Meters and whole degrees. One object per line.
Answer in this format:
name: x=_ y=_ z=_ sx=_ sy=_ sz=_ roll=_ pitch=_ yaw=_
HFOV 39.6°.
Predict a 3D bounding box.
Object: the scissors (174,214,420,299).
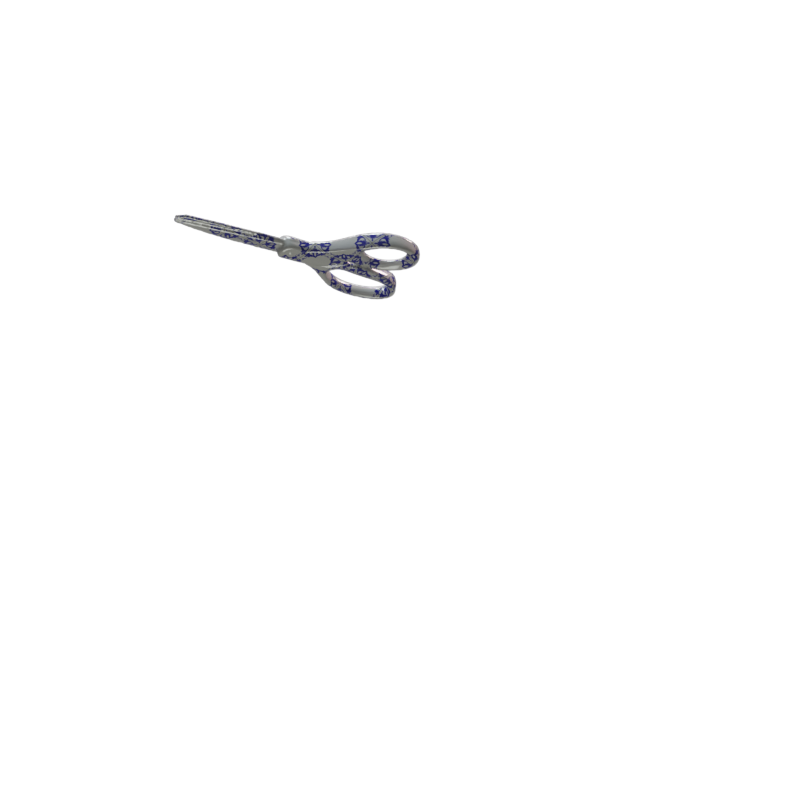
scissors: x=-0.068 y=-0.124 z=0.869 sx=0.190 sy=0.017 sz=0.096 roll=22 pitch=-33 yaw=-38
